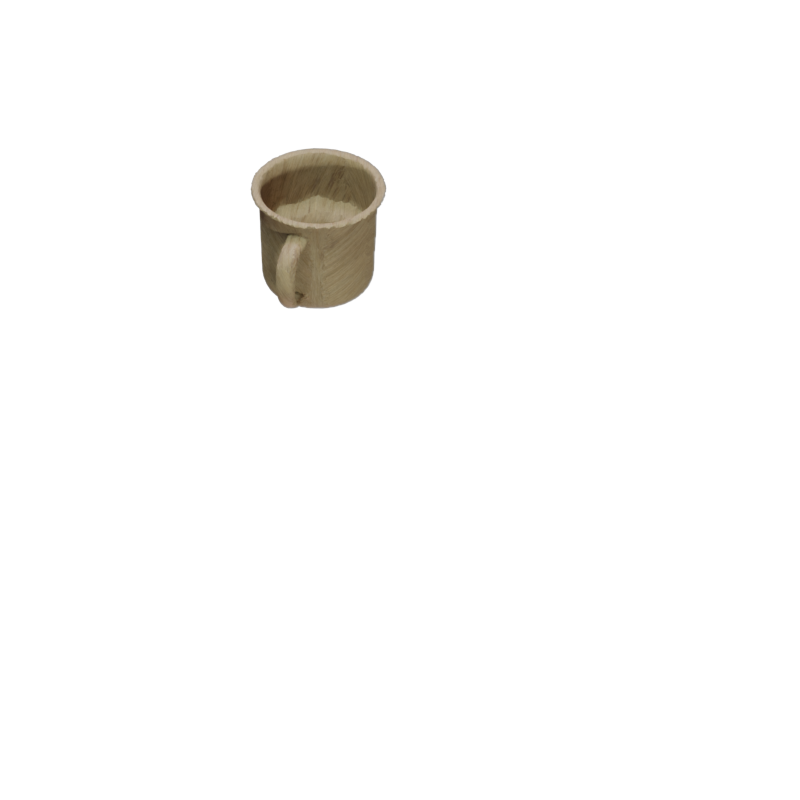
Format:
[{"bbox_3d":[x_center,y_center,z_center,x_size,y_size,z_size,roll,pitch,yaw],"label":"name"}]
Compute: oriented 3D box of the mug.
[{"bbox_3d":[-0.061,-0.111,0.777,0.095,0.076,0.123,10,44,9],"label":"mug"}]
